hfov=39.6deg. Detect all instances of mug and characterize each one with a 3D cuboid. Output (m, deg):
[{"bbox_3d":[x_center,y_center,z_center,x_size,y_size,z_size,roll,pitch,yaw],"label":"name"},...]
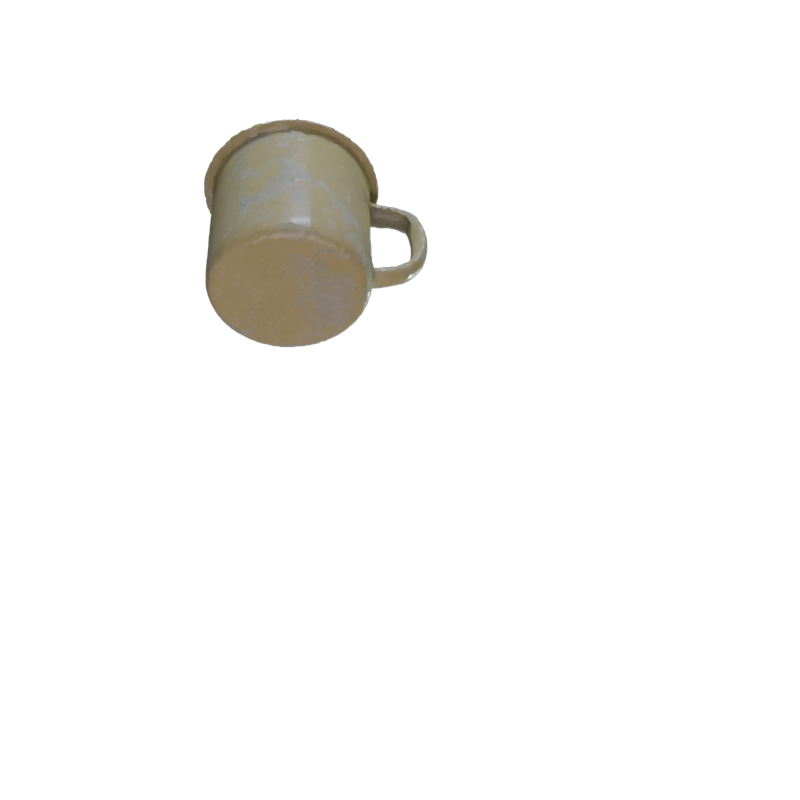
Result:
[{"bbox_3d":[-0.044,-0.080,0.564,0.116,0.088,0.087,6,44,-8],"label":"mug"}]
